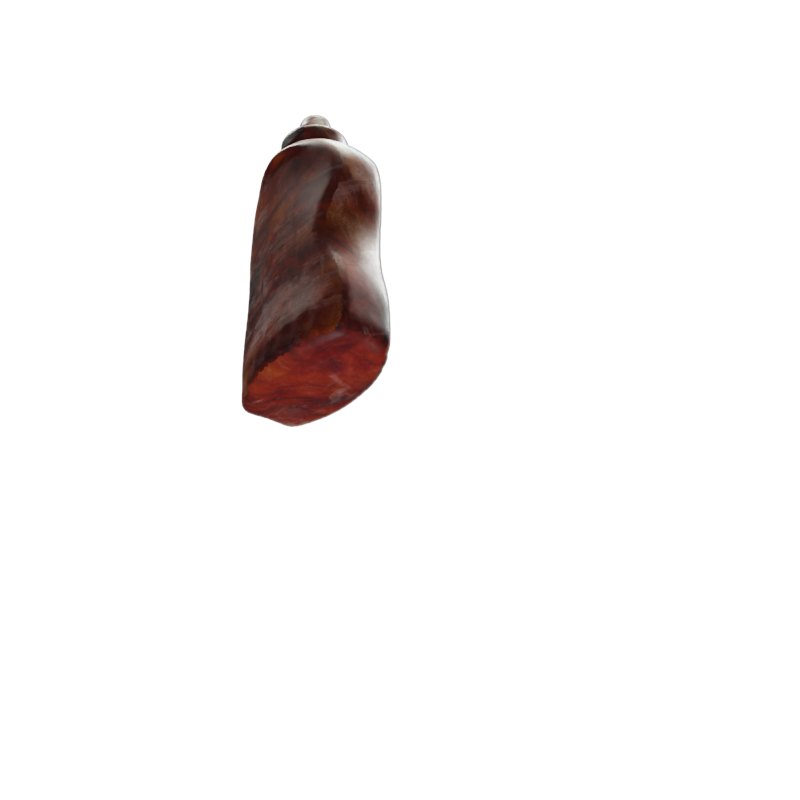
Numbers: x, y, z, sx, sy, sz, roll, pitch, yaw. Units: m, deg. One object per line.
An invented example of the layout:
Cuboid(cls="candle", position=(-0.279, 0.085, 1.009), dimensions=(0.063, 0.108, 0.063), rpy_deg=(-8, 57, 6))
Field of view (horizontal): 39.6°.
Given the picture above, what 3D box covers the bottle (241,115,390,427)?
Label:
Cuboid(cls="bottle", position=(-0.048, -0.088, 0.620), dimensions=(0.056, 0.206, 0.094), rpy_deg=(21, -43, -28))
